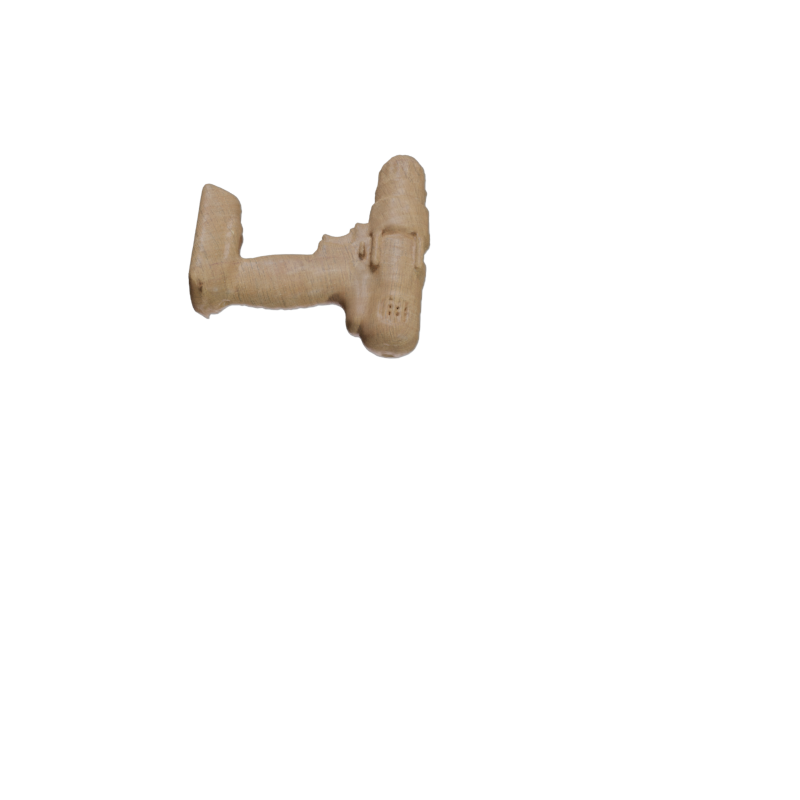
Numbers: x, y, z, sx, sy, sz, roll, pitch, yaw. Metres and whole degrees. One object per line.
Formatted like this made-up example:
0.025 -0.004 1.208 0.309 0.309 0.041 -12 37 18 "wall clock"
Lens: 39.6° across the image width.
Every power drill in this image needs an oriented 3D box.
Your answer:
-0.070 -0.127 0.893 0.188 0.196 0.054 4 -32 2 "power drill"
